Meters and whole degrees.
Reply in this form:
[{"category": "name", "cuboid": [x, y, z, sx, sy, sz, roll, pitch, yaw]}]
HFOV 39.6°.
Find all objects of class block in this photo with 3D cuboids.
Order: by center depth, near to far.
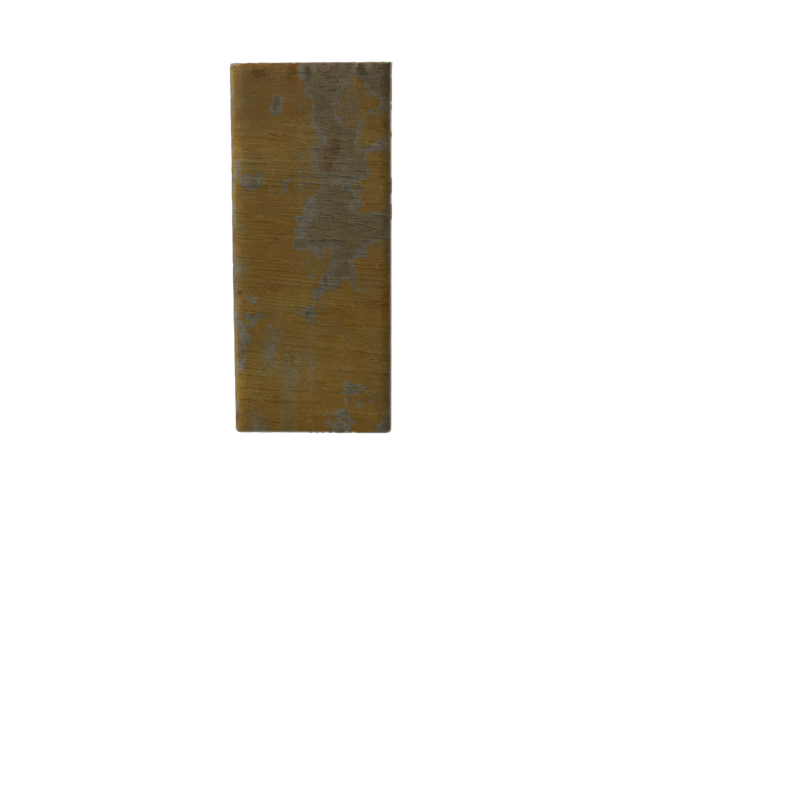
[{"category": "block", "cuboid": [-0.051, -0.093, 0.653, 0.091, 0.203, 0.092, 0, 8, -1]}]
